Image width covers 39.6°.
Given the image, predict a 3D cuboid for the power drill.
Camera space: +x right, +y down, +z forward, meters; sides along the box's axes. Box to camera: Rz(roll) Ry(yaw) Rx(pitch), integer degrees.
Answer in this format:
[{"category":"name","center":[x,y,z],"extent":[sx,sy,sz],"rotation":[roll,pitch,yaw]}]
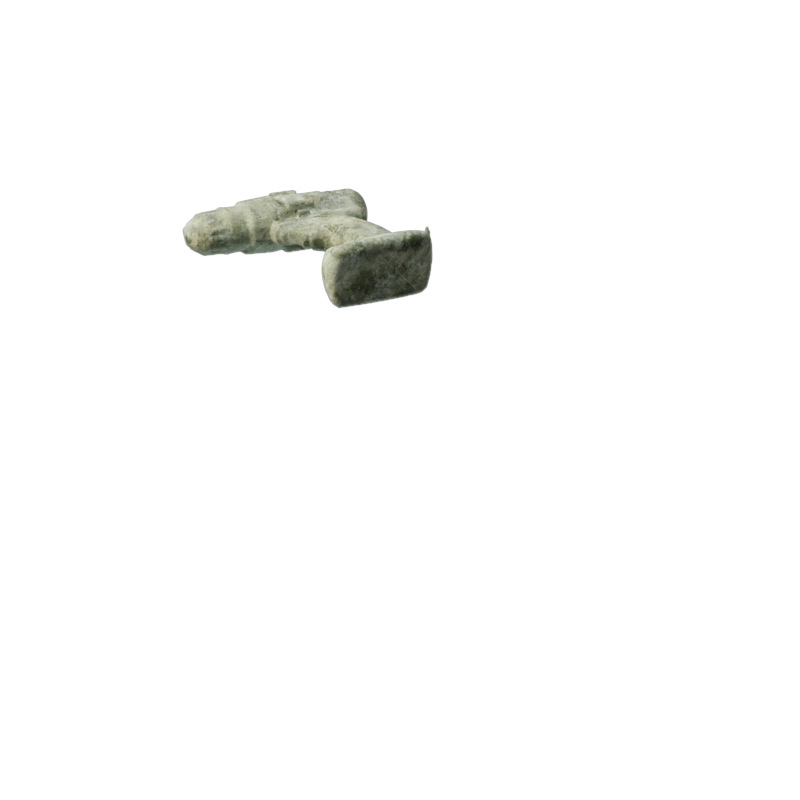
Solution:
[{"category":"power drill","center":[-0.076,-0.139,0.975],"extent":[0.181,0.054,0.201],"rotation":[-15,30,-28]}]
